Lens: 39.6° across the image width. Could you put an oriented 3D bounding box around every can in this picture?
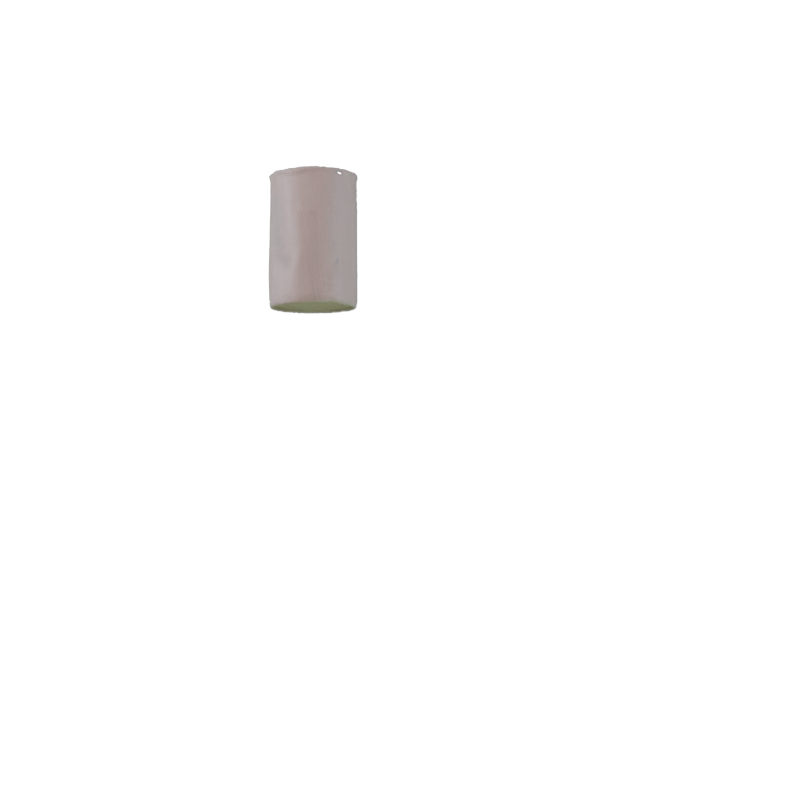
[{"bbox_3d":[-0.066,-0.120,0.841,0.068,0.105,0.067,0,-8,-2],"label":"can"}]
